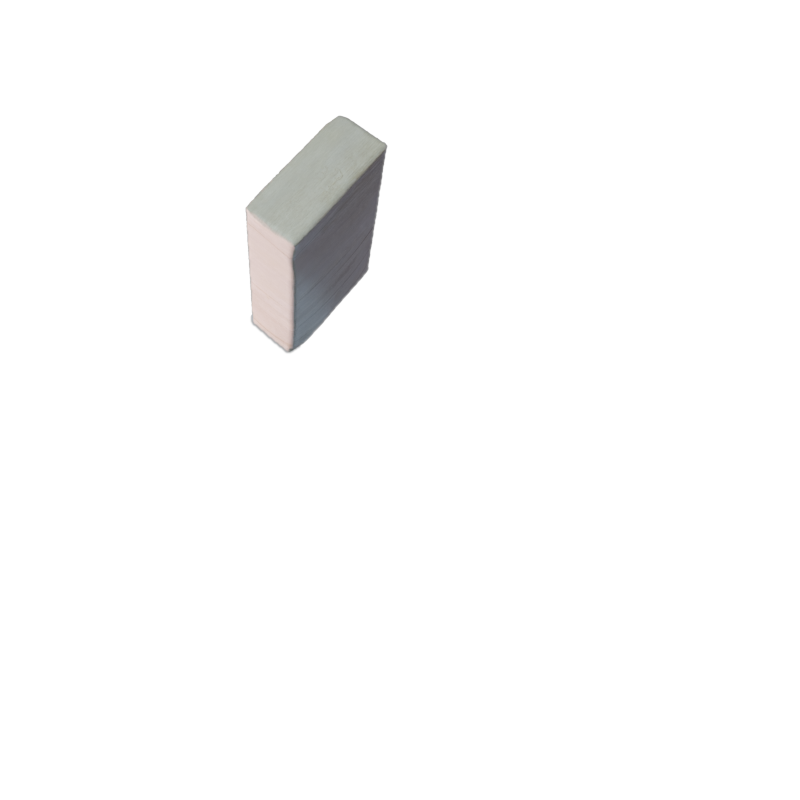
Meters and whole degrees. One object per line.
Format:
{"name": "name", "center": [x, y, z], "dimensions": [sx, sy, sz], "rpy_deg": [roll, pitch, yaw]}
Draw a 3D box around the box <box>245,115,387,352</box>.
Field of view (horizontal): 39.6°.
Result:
{"name": "box", "center": [-0.058, -0.106, 0.740], "dimensions": [0.050, 0.095, 0.167], "rpy_deg": [36, -21, 11]}
